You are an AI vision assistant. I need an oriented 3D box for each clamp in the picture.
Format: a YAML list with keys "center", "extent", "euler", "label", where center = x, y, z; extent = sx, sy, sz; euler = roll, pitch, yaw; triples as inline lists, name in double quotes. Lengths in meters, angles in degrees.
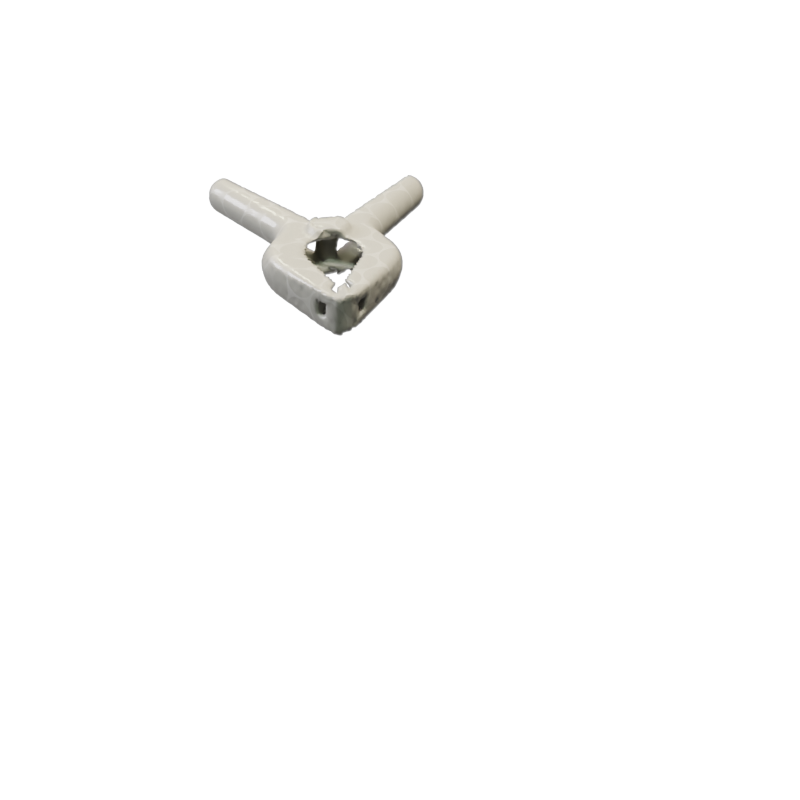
- center: [-0.061, -0.111, 0.780]
  extent: [0.165, 0.034, 0.223]
  euler: [0, 32, -1]
  label: "clamp"
